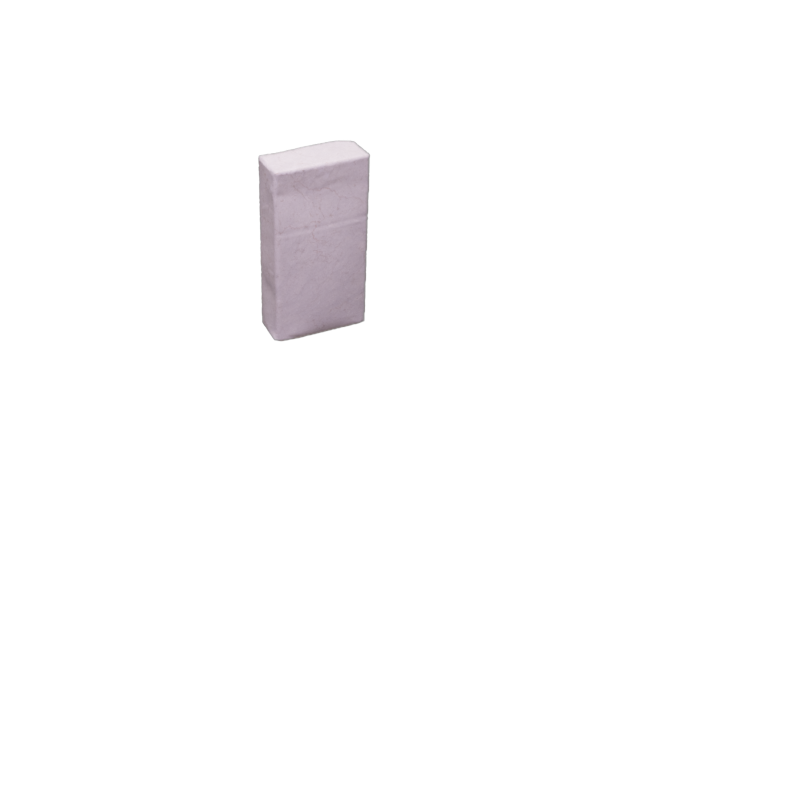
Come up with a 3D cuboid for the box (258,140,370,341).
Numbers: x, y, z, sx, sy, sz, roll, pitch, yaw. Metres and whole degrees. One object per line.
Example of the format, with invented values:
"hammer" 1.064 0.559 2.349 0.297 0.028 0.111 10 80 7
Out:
"box" -0.078 -0.143 1.000 0.092 0.166 0.052 -13 33 -24
